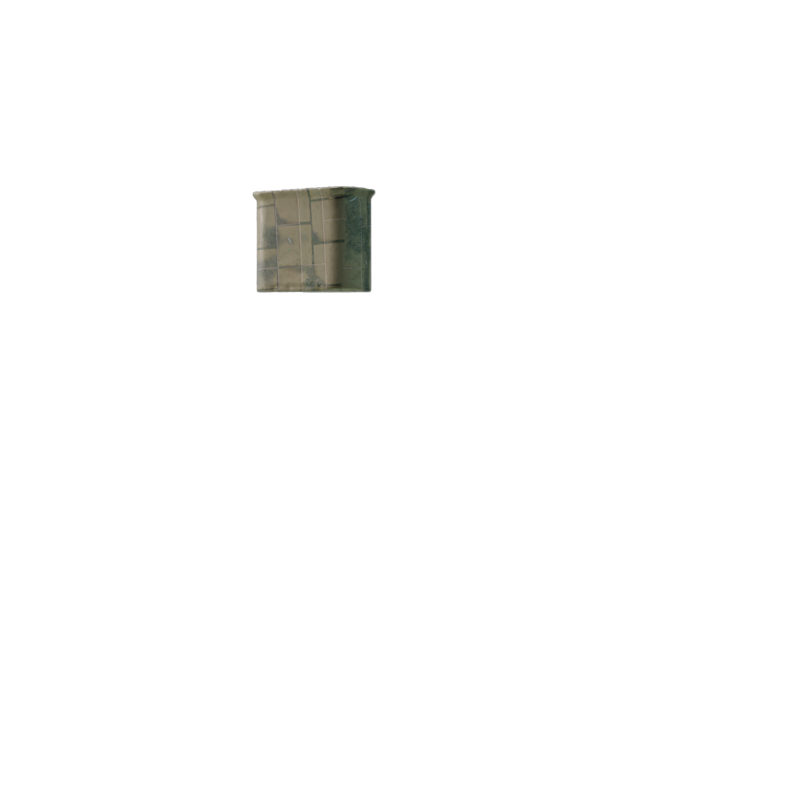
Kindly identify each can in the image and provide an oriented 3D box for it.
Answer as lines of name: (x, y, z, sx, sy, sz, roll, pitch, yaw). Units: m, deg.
can: (-0.071, -0.130, 0.913, 0.105, 0.084, 0.055, 1, 0, 32)
